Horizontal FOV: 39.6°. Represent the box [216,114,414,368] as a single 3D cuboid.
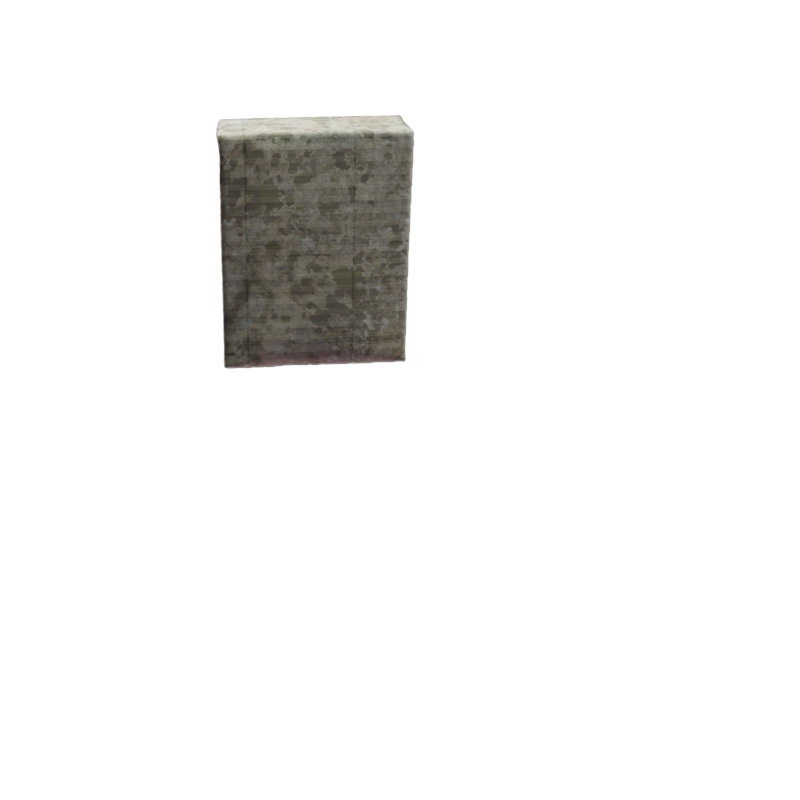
[{"bbox_3d":[-0.076,-0.139,0.971,0.163,0.204,0.076,-2,21,-6],"label":"box"}]
